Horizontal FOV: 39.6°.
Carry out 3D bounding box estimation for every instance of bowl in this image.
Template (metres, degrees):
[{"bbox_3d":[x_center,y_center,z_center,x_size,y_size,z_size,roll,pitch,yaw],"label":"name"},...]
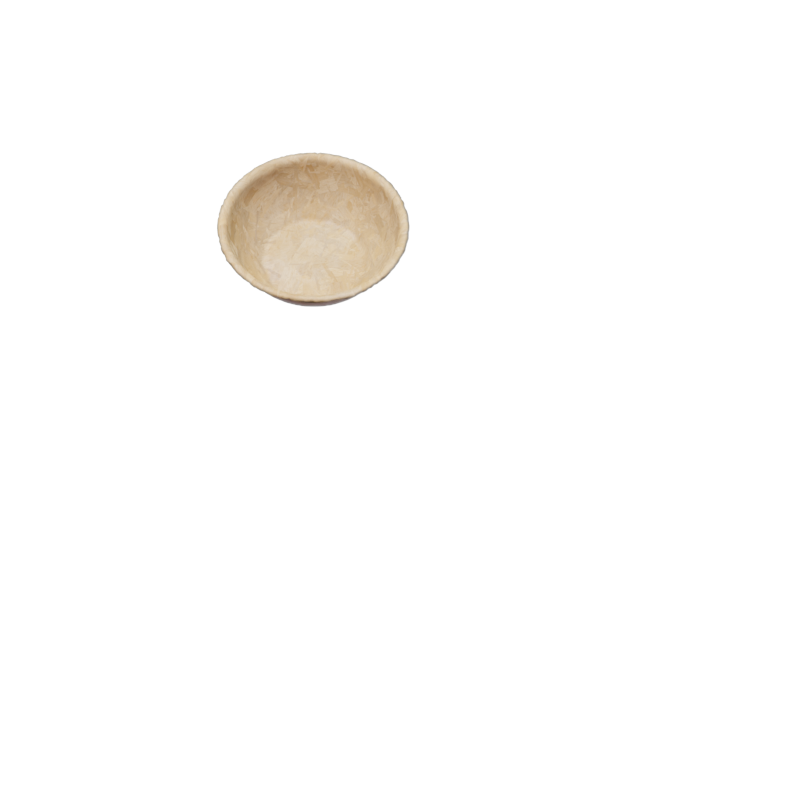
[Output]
[{"bbox_3d":[-0.075,-0.136,0.952,0.162,0.173,0.051,-1,-34,-1],"label":"bowl"}]
